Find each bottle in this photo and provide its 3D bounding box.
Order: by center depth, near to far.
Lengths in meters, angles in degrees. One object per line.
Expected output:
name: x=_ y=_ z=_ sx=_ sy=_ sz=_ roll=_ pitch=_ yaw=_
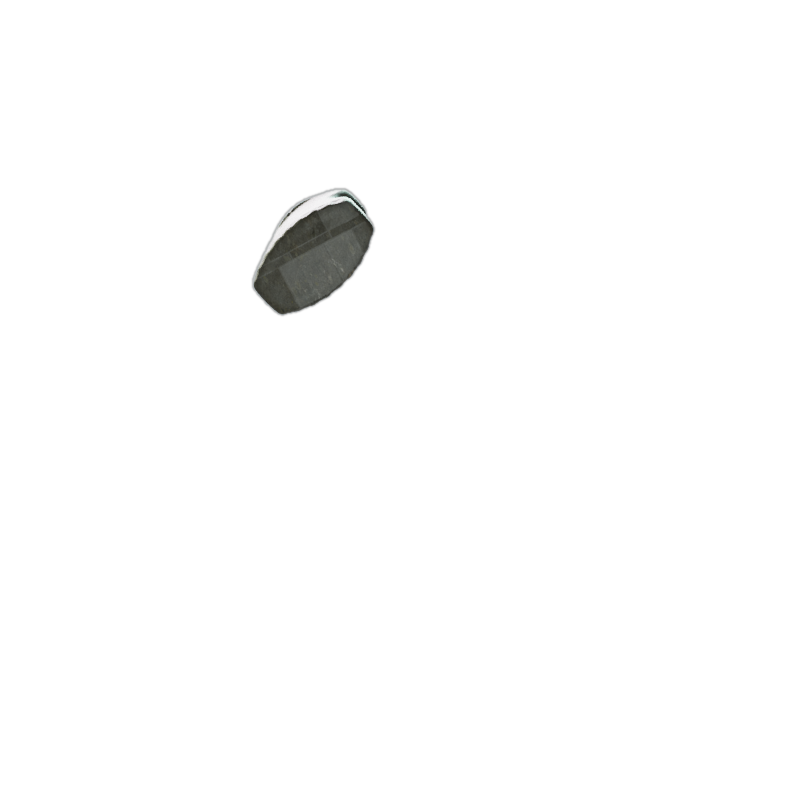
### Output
bottle: x=-0.069 y=-0.126 z=0.883 sx=0.095 sy=0.057 sz=0.197 roll=-43 pitch=14 yaw=7
